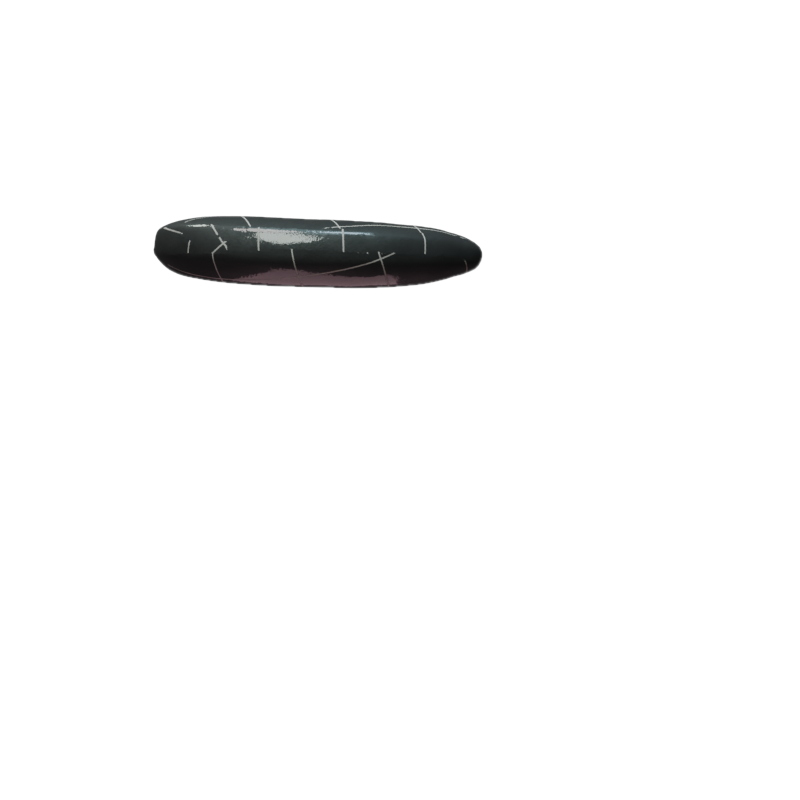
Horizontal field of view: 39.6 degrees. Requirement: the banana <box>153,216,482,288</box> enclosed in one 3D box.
[{"bbox_3d":[-0.057,-0.085,0.615,0.202,0.035,0.070,5,18,14],"label":"banana"}]
